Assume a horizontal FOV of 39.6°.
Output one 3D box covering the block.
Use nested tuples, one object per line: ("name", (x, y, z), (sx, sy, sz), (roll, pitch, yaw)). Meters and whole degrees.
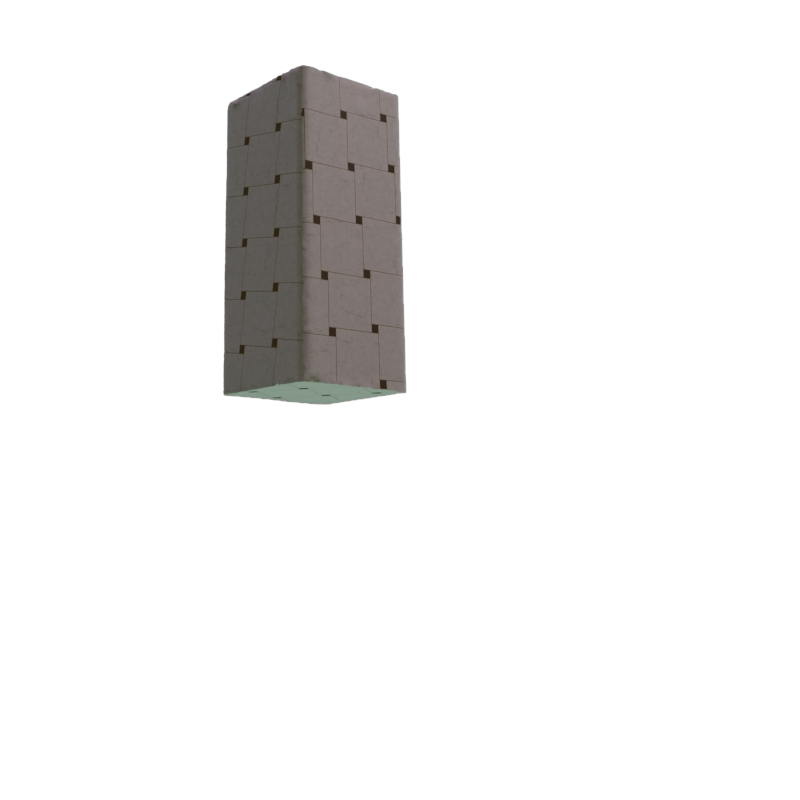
("block", (-0.059, -0.107, 0.750), (0.086, 0.213, 0.092), (10, -17, -39))
